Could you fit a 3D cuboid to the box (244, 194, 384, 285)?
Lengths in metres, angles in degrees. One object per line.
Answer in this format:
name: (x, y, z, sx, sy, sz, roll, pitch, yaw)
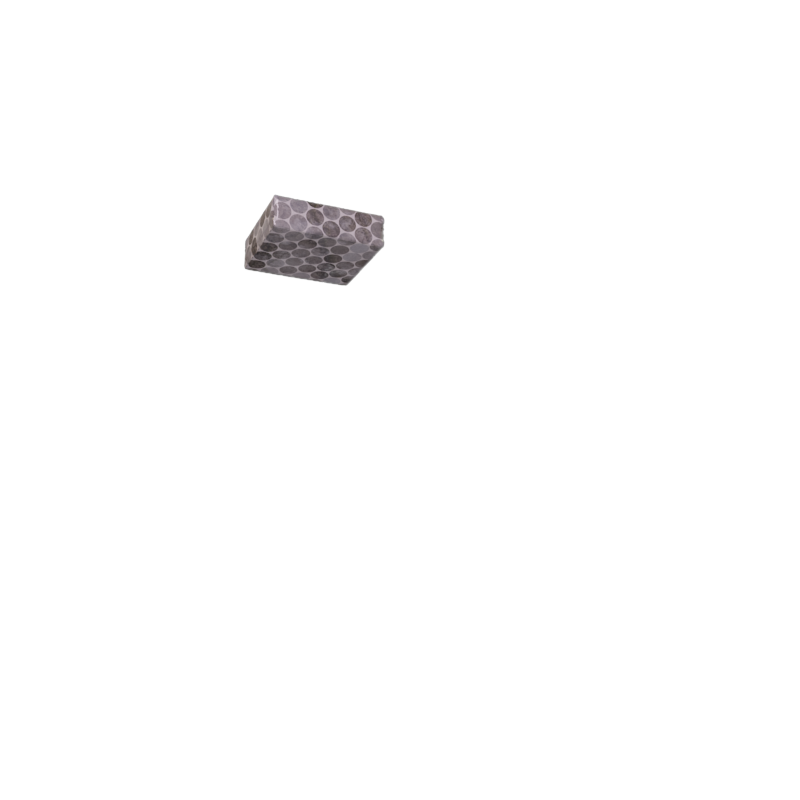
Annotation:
box: (-0.066, -0.120, 0.841, 0.087, 0.032, 0.071, 8, -24, -20)
